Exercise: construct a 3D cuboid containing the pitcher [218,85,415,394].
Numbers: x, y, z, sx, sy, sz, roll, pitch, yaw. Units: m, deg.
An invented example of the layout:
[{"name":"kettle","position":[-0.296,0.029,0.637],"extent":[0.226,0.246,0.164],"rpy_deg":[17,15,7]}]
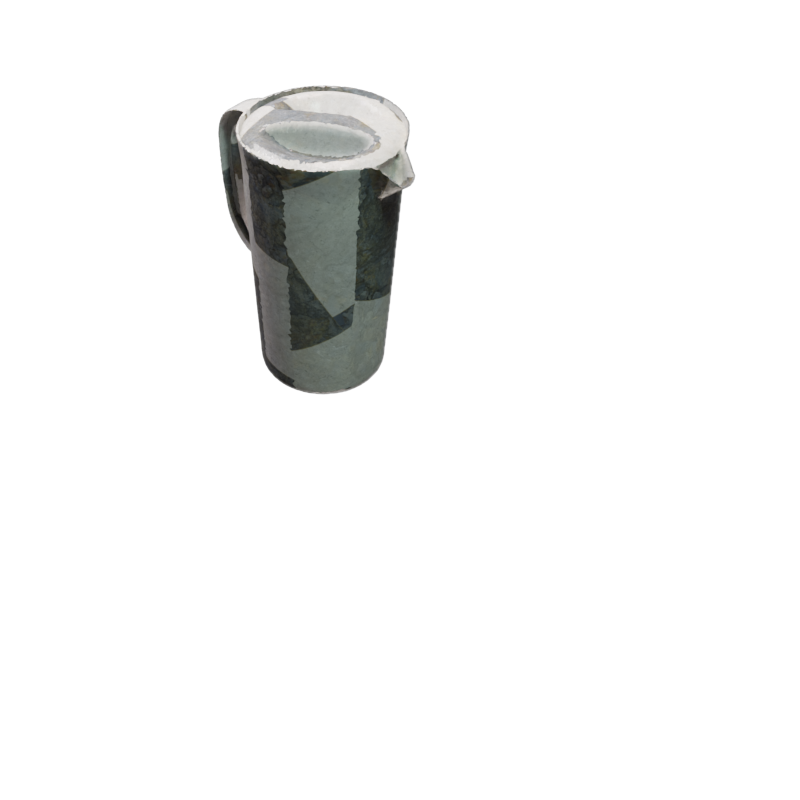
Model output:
[{"name":"pitcher","position":[-0.072,-0.131,0.917],"extent":[0.144,0.227,0.161],"rpy_deg":[-4,39,-7]}]
